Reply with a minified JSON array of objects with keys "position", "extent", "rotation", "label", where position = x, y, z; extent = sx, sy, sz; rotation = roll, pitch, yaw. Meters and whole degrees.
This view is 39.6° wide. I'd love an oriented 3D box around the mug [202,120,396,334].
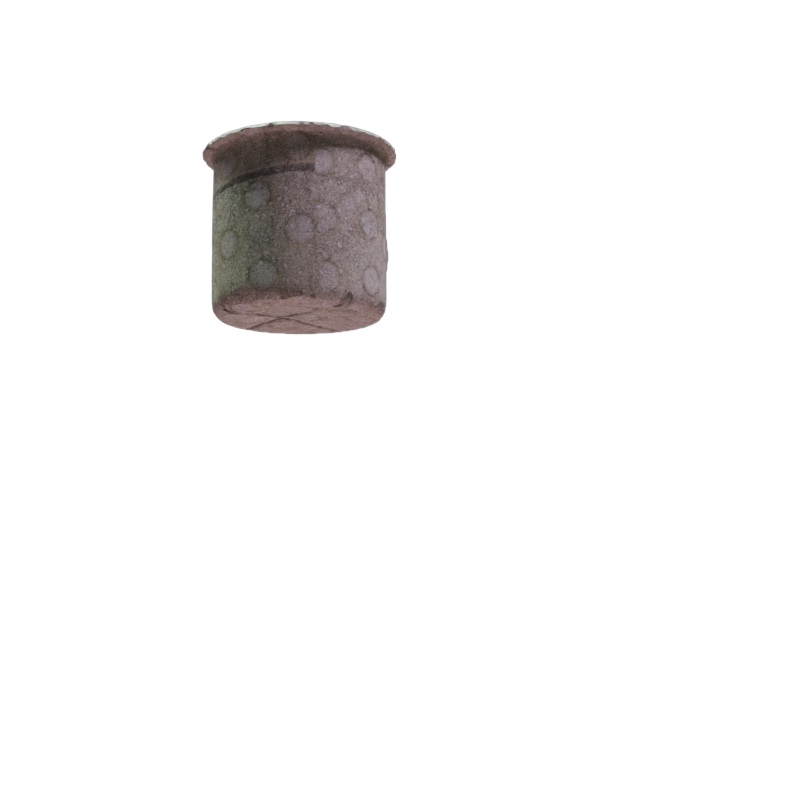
[{"position":[-0.042,-0.076,0.534],"extent":[0.096,0.084,0.111],"rotation":[-7,-12,30],"label":"mug"}]
